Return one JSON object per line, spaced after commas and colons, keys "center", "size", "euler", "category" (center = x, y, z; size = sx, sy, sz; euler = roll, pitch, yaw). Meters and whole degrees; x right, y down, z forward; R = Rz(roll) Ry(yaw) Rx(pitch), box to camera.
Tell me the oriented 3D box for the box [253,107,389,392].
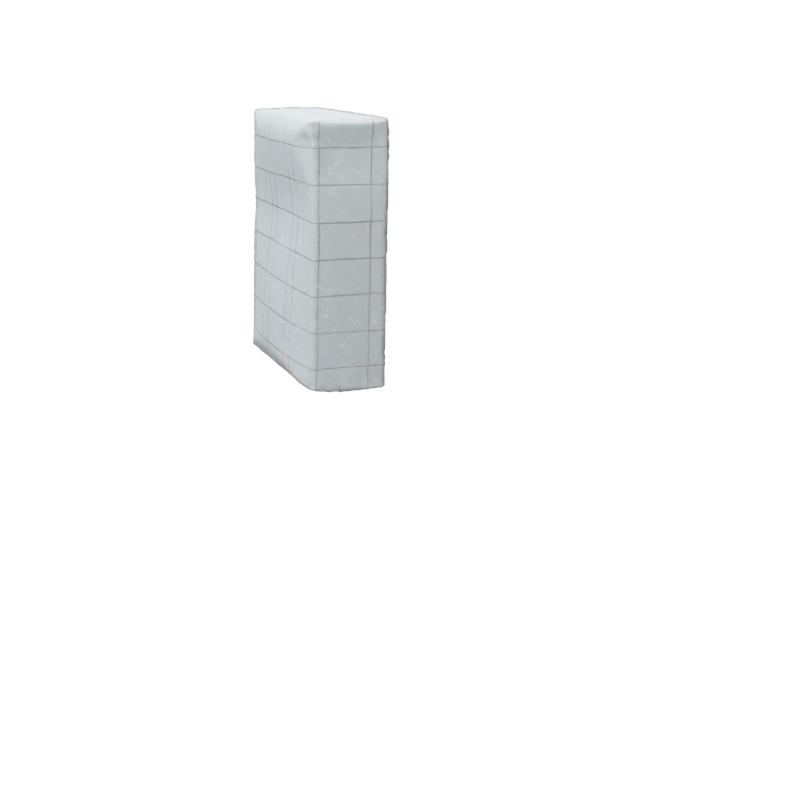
{"center": [-0.072, -0.131, 0.917], "size": [0.070, 0.208, 0.173], "euler": [-4, 14, -22], "category": "box"}
